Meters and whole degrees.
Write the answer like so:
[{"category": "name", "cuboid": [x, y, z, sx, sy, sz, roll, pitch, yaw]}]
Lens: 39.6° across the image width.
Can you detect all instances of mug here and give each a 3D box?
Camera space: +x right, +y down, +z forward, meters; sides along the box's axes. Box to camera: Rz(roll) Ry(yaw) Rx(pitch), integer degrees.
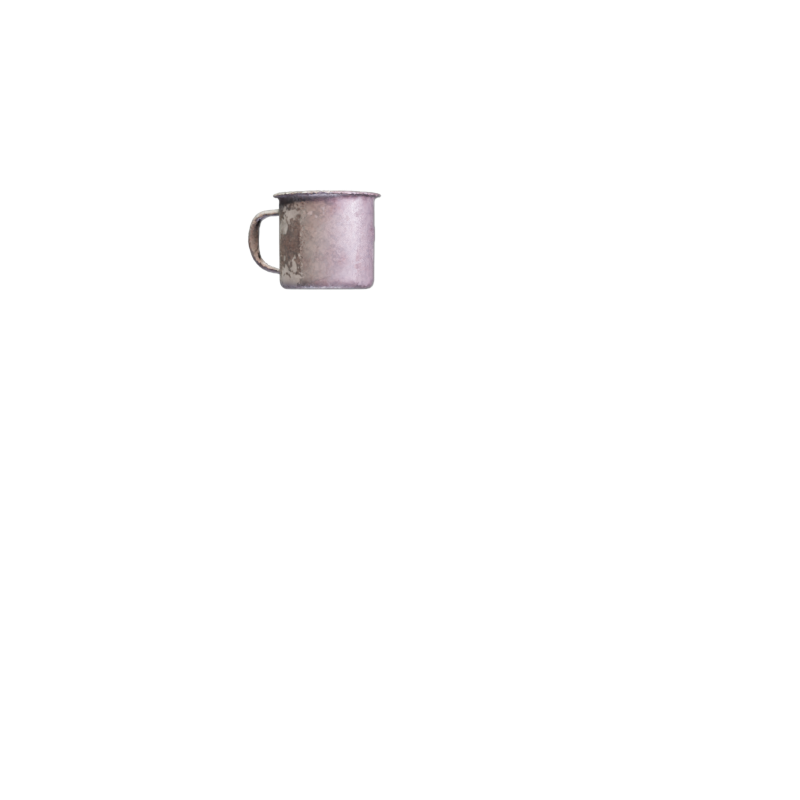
[{"category": "mug", "cuboid": [-0.075, -0.136, 0.952, 0.119, 0.081, 0.092, 1, 3, 12]}]
